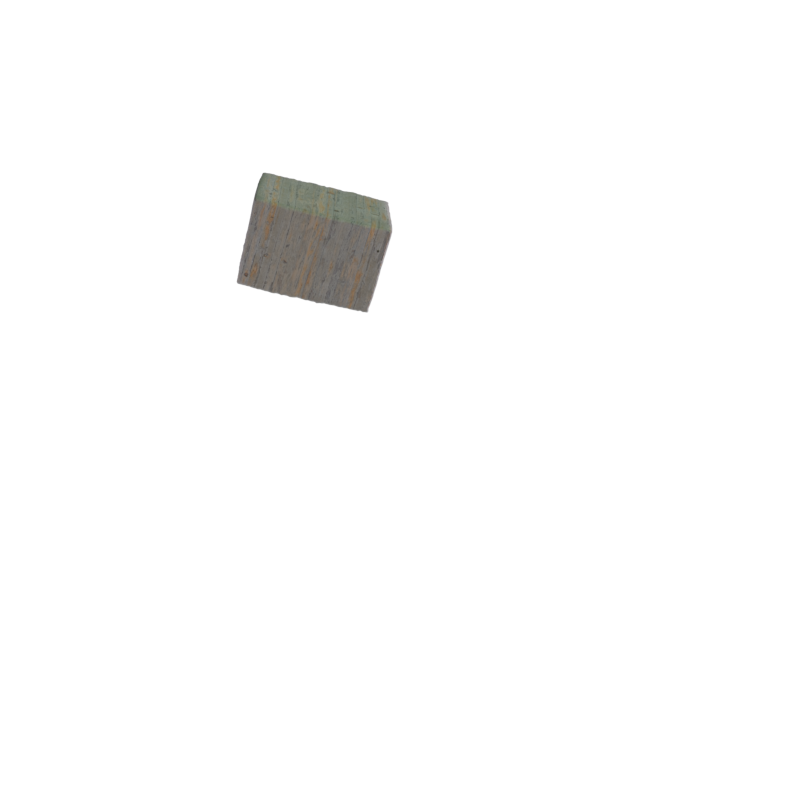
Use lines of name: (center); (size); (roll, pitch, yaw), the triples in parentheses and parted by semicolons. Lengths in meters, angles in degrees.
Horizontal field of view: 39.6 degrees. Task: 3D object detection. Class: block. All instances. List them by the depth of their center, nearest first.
block: (-0.049, -0.089, 0.625); (0.077, 0.051, 0.054); (13, 24, -7)
